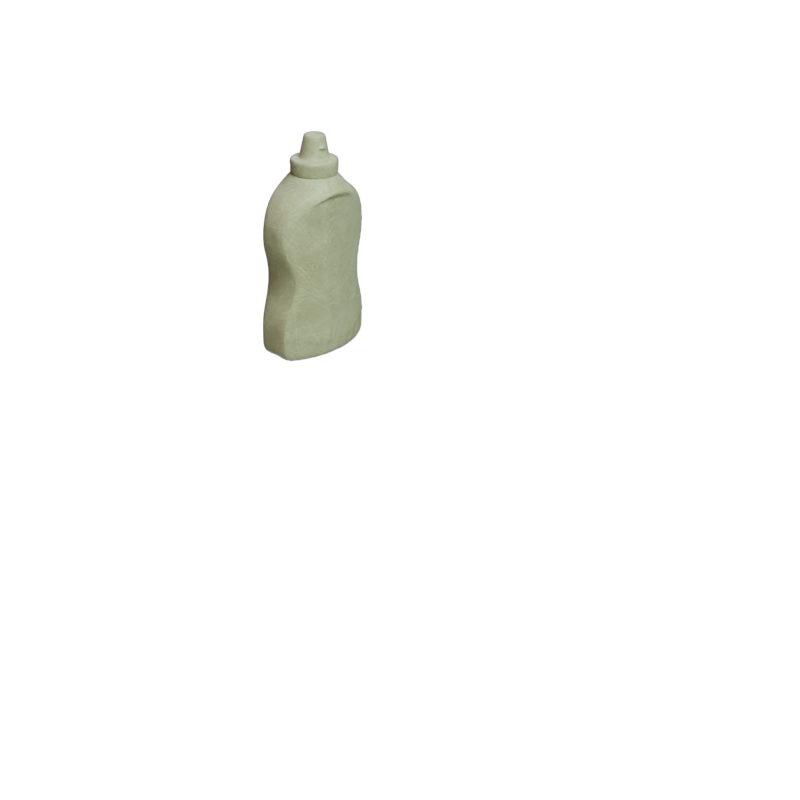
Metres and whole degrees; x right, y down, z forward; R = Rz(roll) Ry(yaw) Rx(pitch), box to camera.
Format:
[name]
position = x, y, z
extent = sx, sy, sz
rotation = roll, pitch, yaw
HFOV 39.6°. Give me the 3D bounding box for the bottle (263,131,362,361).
[bottle]
position = -0.074, -0.135, 0.949
extent = 0.095, 0.183, 0.062
rotation = -20, 30, -41
